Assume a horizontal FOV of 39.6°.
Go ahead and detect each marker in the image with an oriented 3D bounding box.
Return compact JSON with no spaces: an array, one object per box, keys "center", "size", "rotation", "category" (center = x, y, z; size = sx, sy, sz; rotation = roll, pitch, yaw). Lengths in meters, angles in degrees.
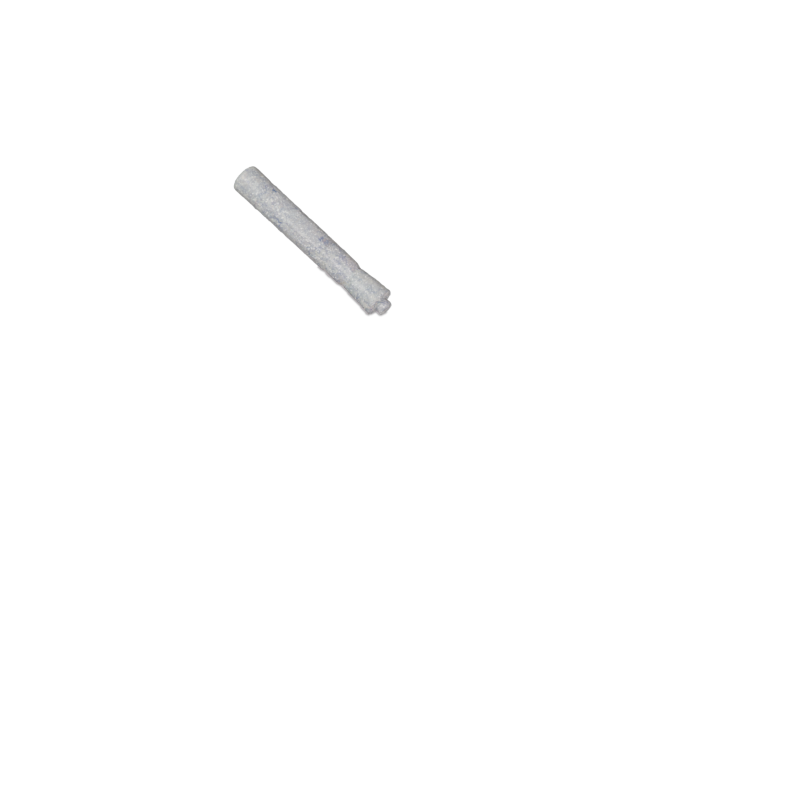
[{"center":[-0.051,-0.093,0.655],"size":[0.126,0.019,0.019],"rotation":[44,18,17],"category":"marker"}]
